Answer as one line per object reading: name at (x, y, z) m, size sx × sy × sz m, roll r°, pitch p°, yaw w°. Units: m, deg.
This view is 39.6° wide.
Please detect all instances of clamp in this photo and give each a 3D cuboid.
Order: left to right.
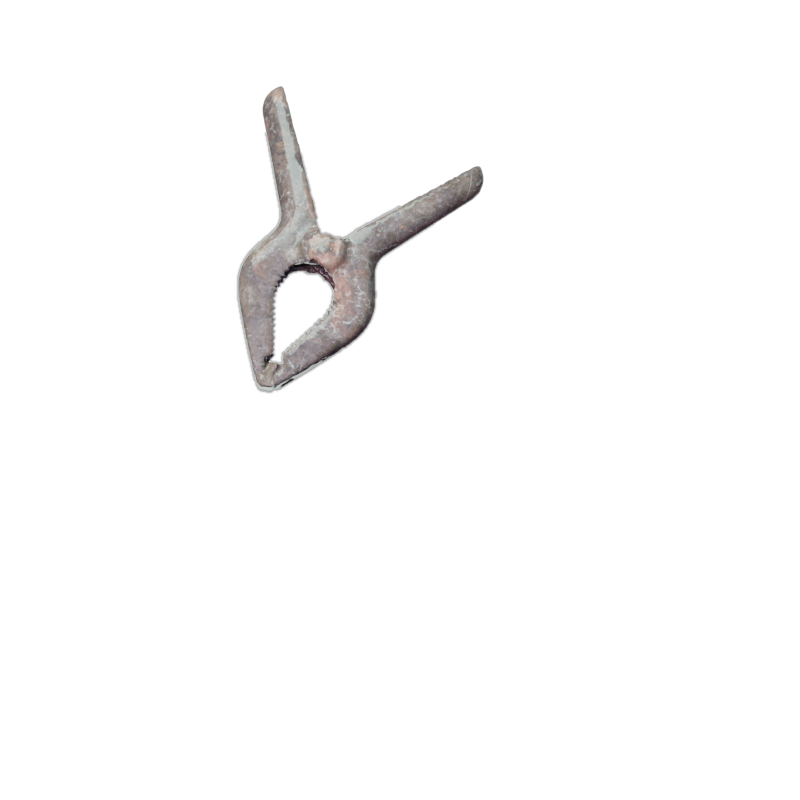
clamp at (-0.060, -0.109, 0.763) m, size 0.167 × 0.214 × 0.035 m, roll 28°, pitch -14°, yaw 7°
